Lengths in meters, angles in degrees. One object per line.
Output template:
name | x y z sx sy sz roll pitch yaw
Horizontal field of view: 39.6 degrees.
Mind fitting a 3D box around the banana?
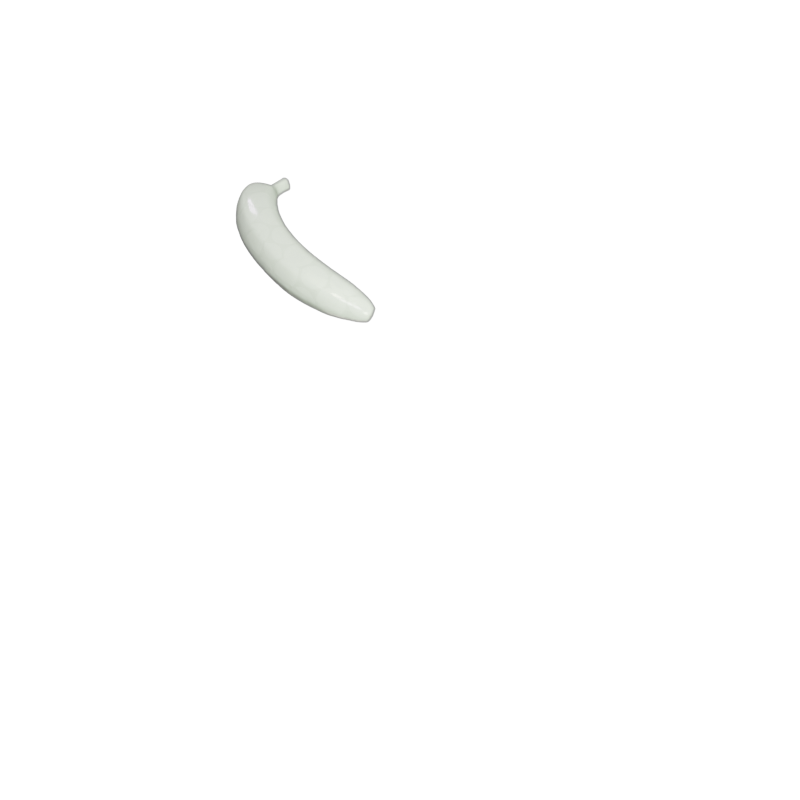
banana | -0.089 -0.127 0.901 0.069 0.034 0.214 -16 46 -17
